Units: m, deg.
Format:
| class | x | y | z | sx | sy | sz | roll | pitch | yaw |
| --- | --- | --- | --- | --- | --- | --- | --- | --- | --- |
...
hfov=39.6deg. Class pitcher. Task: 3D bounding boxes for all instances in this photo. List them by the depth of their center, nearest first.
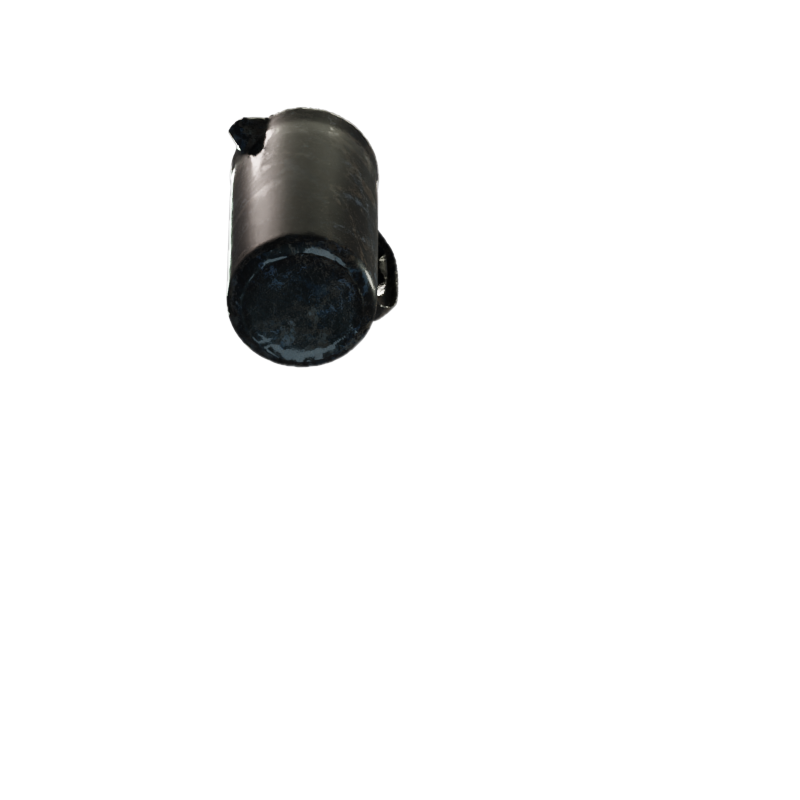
| class | x | y | z | sx | sy | sz | roll | pitch | yaw |
| --- | --- | --- | --- | --- | --- | --- | --- | --- | --- |
| pitcher | -0.070 | -0.127 | 0.891 | 0.149 | 0.136 | 0.259 | 0 | 32 | -3 |
